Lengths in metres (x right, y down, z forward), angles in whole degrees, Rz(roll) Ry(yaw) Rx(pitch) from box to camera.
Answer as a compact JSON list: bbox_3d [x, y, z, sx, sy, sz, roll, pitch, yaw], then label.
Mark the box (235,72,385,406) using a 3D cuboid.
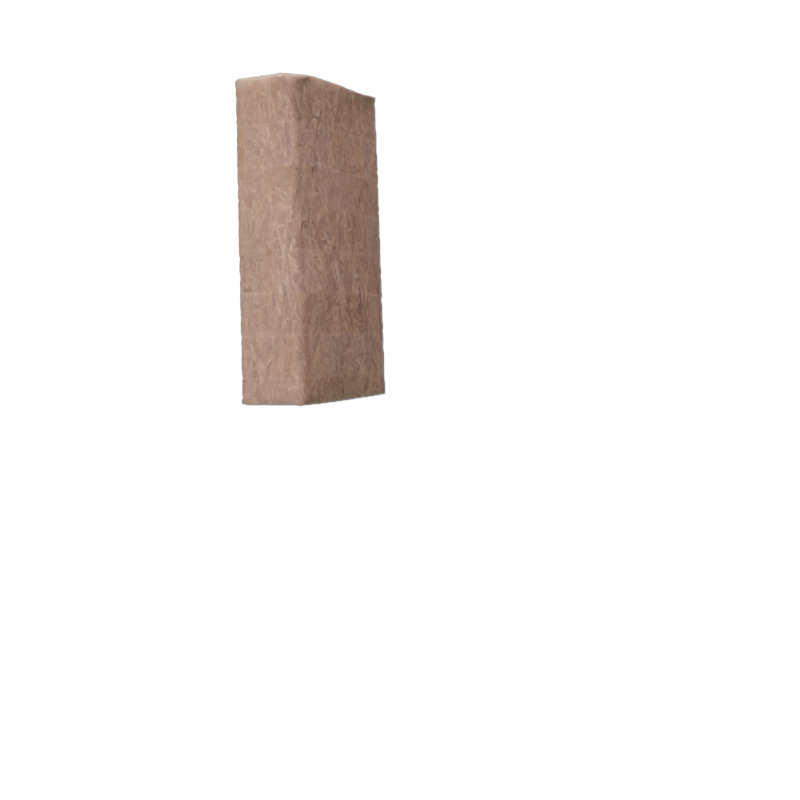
[{"bbox_3d":[-0.048,-0.089,0.620,0.050,0.177,0.090,-1,-1,29],"label":"box"}]
